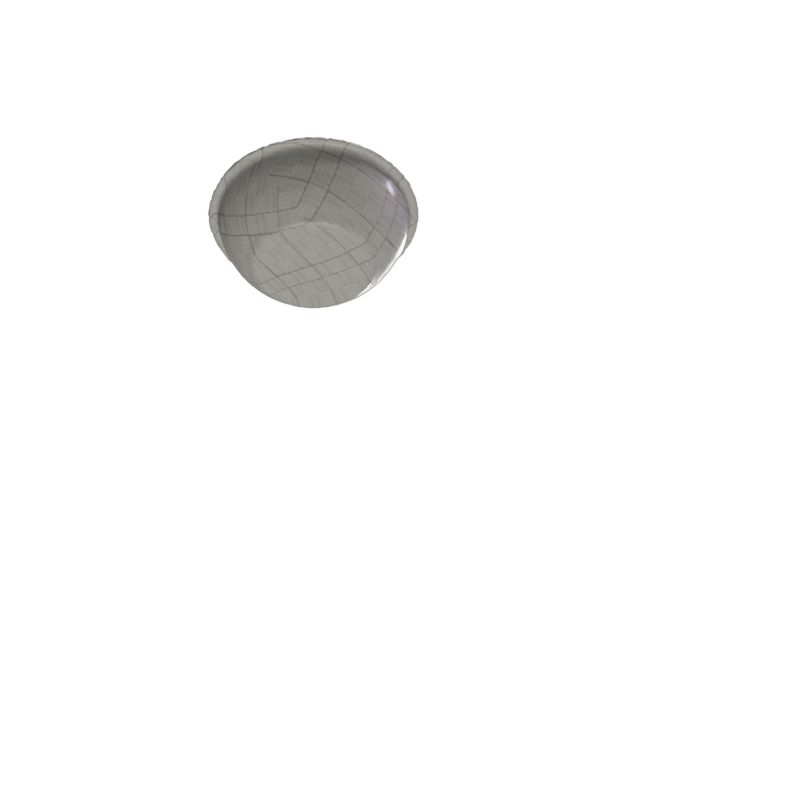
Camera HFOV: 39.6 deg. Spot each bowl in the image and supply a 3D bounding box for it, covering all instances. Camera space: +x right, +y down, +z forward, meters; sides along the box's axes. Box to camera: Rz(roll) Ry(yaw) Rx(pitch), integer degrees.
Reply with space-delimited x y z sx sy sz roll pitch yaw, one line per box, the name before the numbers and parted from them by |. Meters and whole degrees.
bowl | -0.066 -0.120 0.838 0.162 0.059 0.151 1 -42 -1
